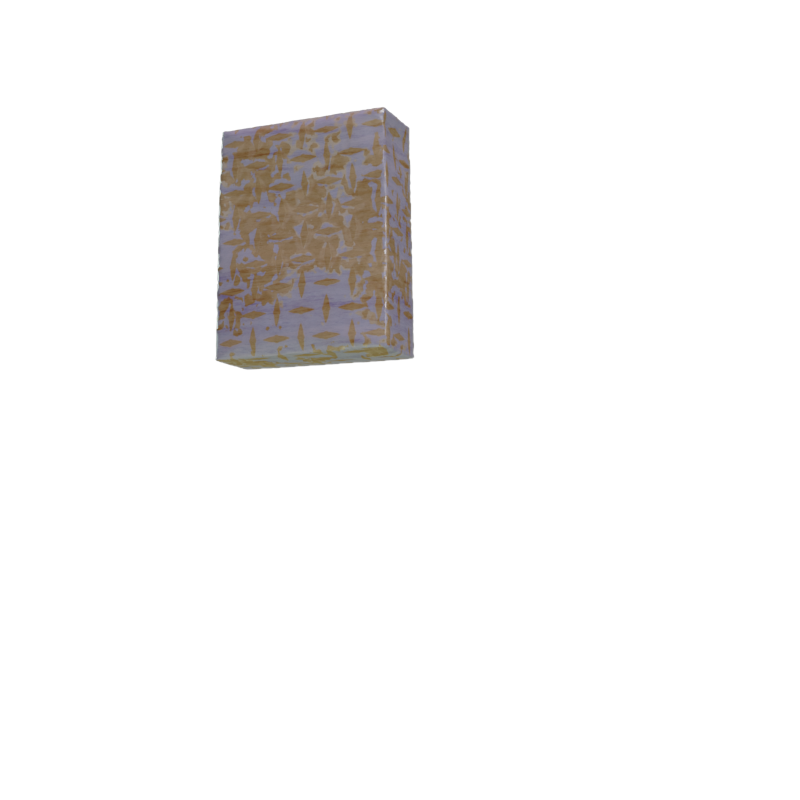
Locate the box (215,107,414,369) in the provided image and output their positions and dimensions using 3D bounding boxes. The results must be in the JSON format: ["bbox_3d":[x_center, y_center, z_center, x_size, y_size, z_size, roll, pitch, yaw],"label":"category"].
[{"bbox_3d":[-0.077,-0.140,0.979,0.168,0.221,0.068,-5,-14,22],"label":"box"}]
